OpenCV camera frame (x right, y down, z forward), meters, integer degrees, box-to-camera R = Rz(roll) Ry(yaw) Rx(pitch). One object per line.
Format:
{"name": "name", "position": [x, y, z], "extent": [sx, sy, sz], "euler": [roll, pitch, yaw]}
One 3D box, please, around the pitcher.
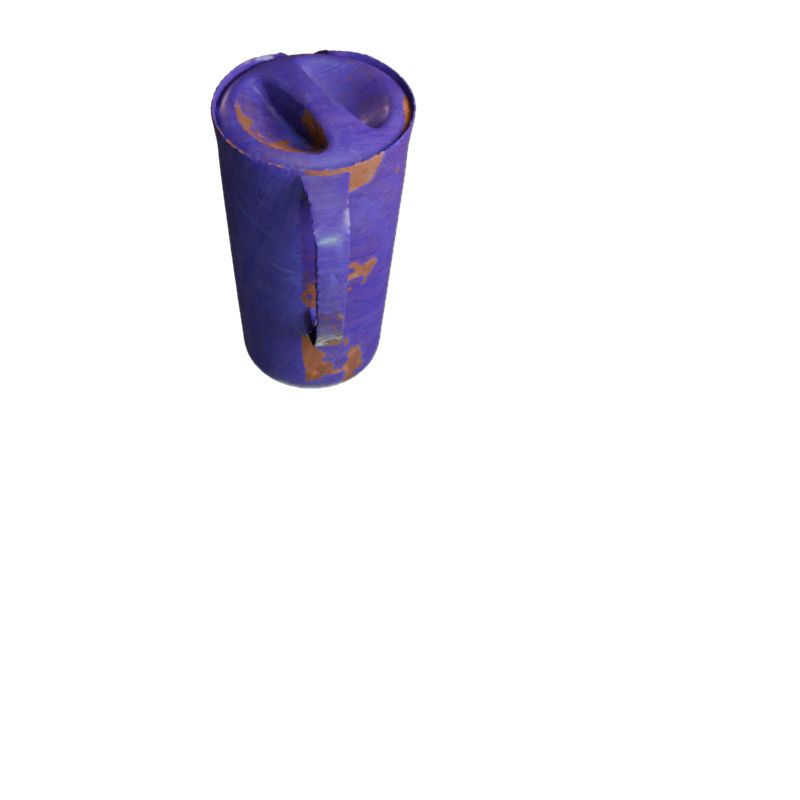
{"name": "pitcher", "position": [-0.062, -0.113, 0.790], "extent": [0.152, 0.226, 0.152], "euler": [29, 53, 21]}
